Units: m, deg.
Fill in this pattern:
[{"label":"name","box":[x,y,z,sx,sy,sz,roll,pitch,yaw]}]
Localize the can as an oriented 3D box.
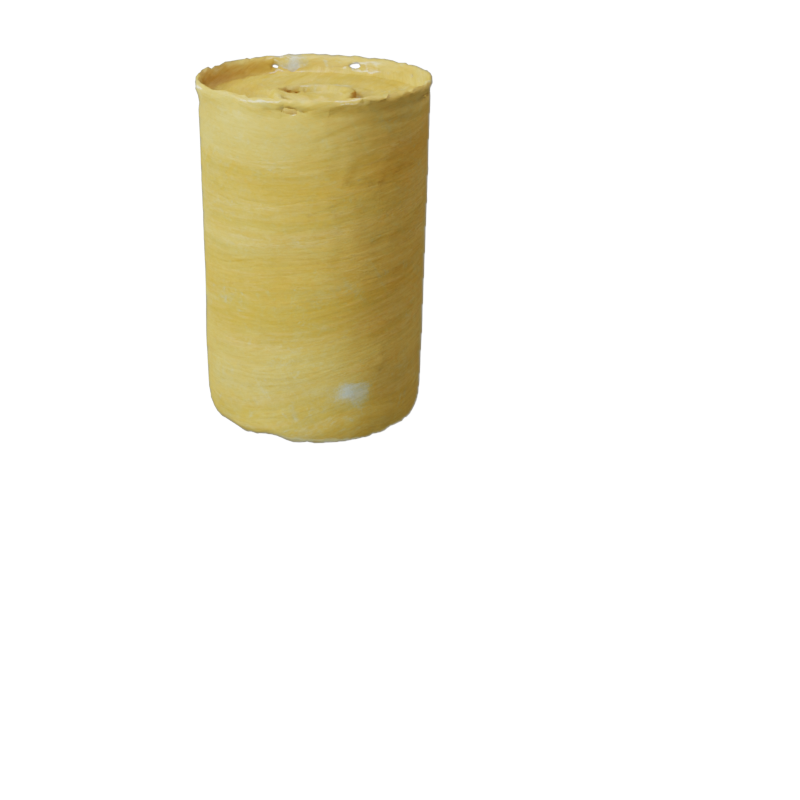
[{"label":"can","box":[-0.026,-0.048,0.334,0.068,0.098,0.072,0,22,-2]}]
